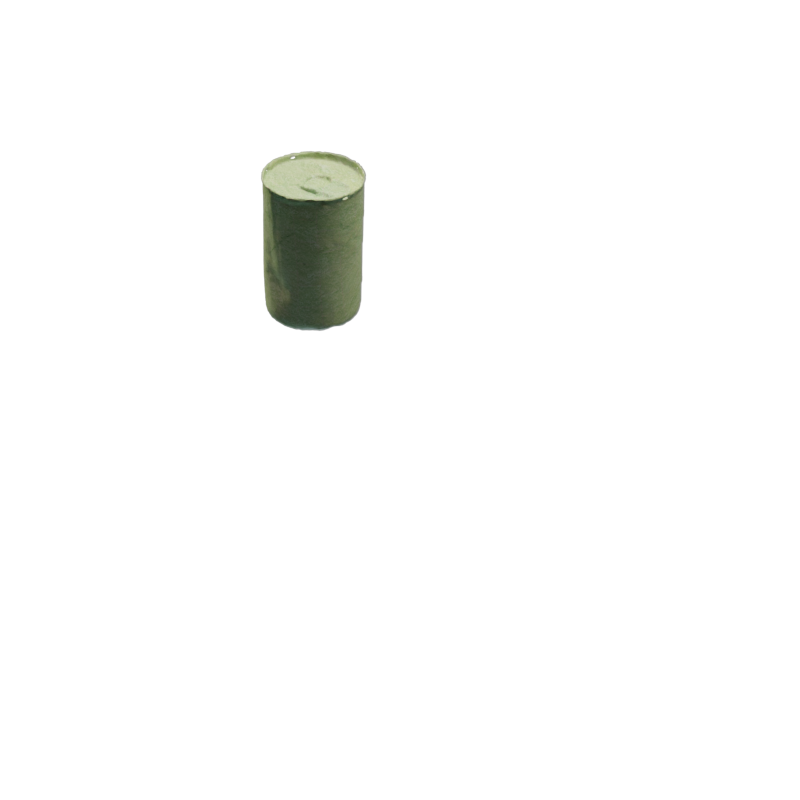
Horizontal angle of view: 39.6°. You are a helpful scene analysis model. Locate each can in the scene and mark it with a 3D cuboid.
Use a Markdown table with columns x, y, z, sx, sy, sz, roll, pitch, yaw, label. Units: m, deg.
| x | y | z | sx | sy | sz | roll | pitch | yaw | label |
| --- | --- | --- | --- | --- | --- | --- | --- | --- | --- |
| -0.058 | -0.106 | 0.740 | 0.068 | 0.096 | 0.073 | 0 | 34 | -3 | can |
